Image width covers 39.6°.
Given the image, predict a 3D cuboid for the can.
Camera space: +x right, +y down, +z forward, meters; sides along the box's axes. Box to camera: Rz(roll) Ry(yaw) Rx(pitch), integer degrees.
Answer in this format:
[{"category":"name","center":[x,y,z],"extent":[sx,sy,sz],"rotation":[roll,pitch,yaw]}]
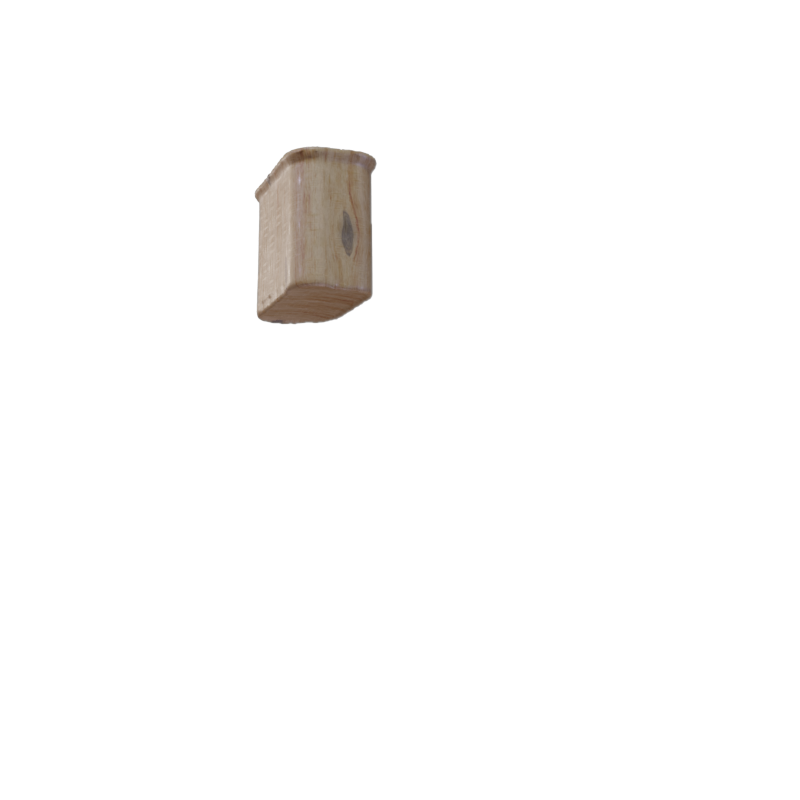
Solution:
[{"category":"can","center":[-0.053,-0.097,0.677],"extent":[0.056,0.087,0.101],"rotation":[5,-13,-21]}]
